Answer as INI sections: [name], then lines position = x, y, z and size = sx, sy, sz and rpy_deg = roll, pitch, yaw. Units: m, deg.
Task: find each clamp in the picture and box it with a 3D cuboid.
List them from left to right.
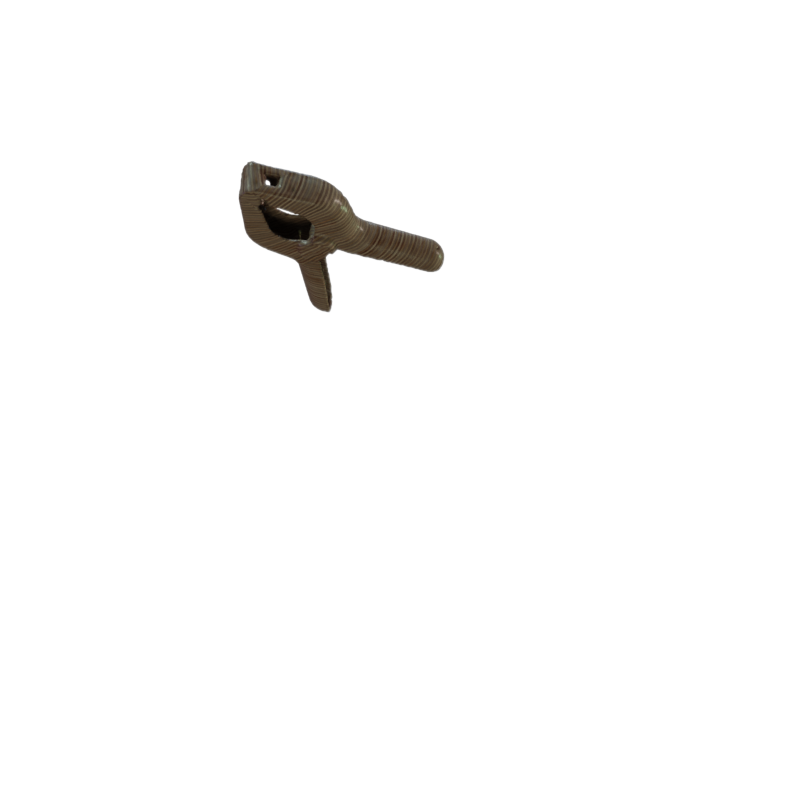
[clamp]
position = -0.064, -0.118, 0.824
size = 0.161, 0.042, 0.119
rpy_deg = 29, -45, -34
